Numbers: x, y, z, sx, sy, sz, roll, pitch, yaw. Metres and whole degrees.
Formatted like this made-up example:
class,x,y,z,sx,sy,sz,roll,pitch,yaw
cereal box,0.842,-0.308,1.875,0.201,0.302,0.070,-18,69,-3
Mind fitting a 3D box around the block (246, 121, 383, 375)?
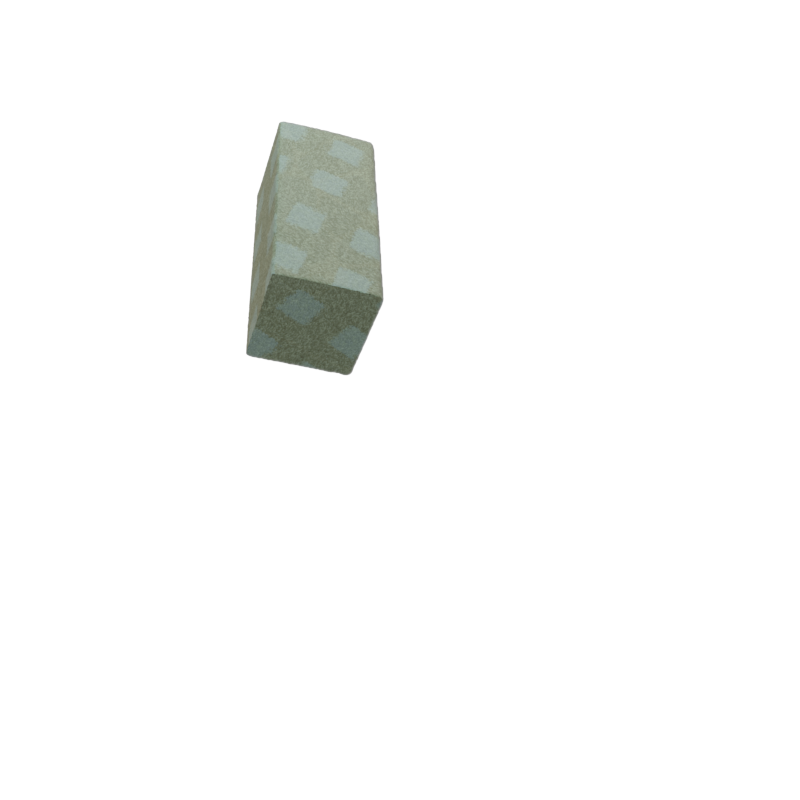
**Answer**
class,x,y,z,sx,sy,sz,roll,pitch,yaw
block,-0.072,-0.133,0.932,0.088,0.086,0.221,11,42,-14
